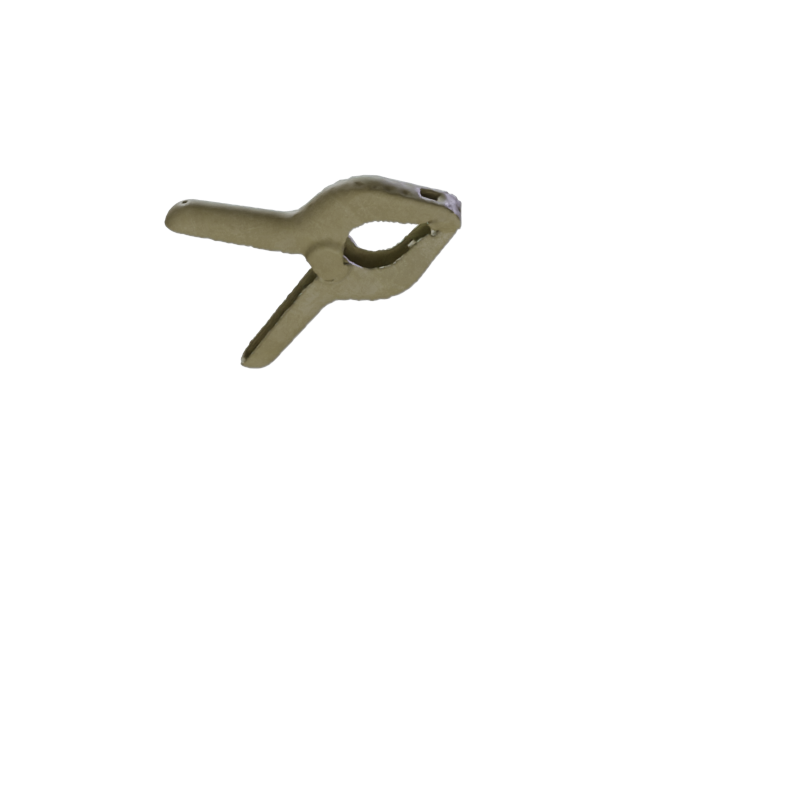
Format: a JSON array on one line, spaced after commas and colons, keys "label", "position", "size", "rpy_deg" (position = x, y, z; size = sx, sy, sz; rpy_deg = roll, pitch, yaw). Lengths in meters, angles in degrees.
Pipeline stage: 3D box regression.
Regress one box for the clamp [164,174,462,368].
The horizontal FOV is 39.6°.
[{"label": "clamp", "position": [-0.051, -0.093, 0.655], "size": [0.172, 0.112, 0.042], "rpy_deg": [-26, 32, 17]}]
